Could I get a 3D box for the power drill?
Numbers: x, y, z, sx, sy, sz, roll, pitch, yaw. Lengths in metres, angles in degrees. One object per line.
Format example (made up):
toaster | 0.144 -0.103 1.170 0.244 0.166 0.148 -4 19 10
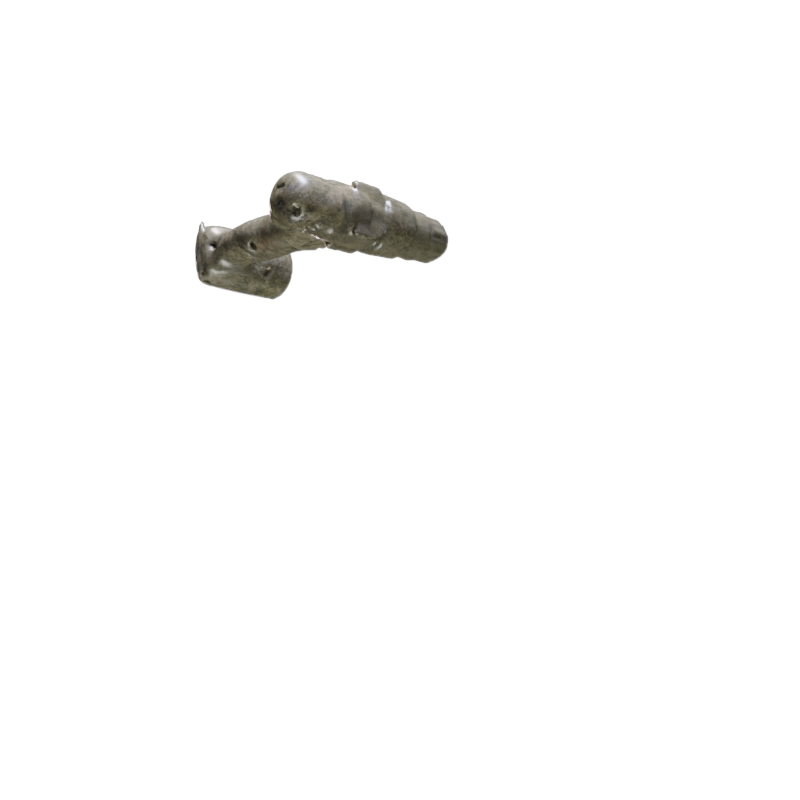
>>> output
power drill | -0.077 -0.140 0.978 0.174 0.060 0.190 14 -21 -41
